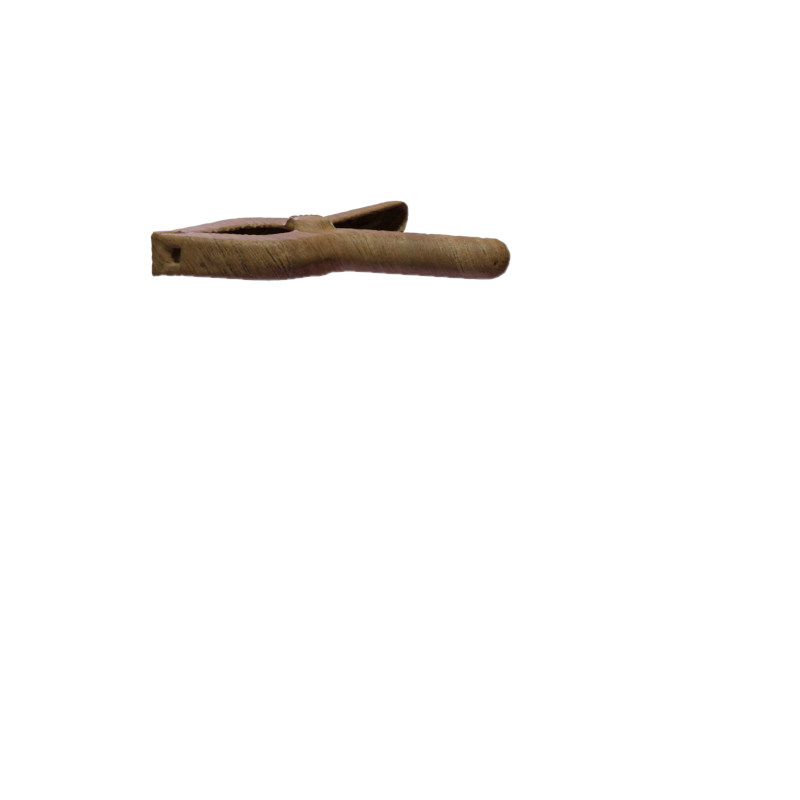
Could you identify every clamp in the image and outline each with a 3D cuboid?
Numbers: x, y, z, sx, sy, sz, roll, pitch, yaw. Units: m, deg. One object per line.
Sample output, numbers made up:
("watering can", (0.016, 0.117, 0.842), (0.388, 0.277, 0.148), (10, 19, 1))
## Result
("clamp", (-0.056, -0.102, 0.715), (0.207, 0.035, 0.173), (-4, 18, -13))
